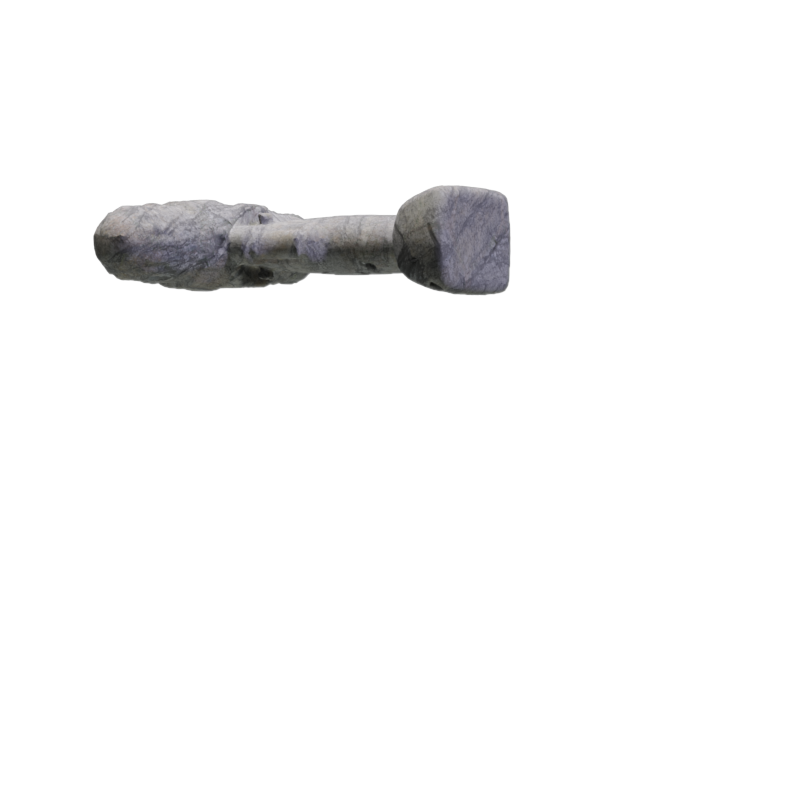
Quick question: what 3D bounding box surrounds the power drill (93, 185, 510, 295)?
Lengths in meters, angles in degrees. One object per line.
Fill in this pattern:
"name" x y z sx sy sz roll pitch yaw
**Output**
"power drill" -0.047 -0.087 0.606 0.194 0.057 0.180 4 9 28
